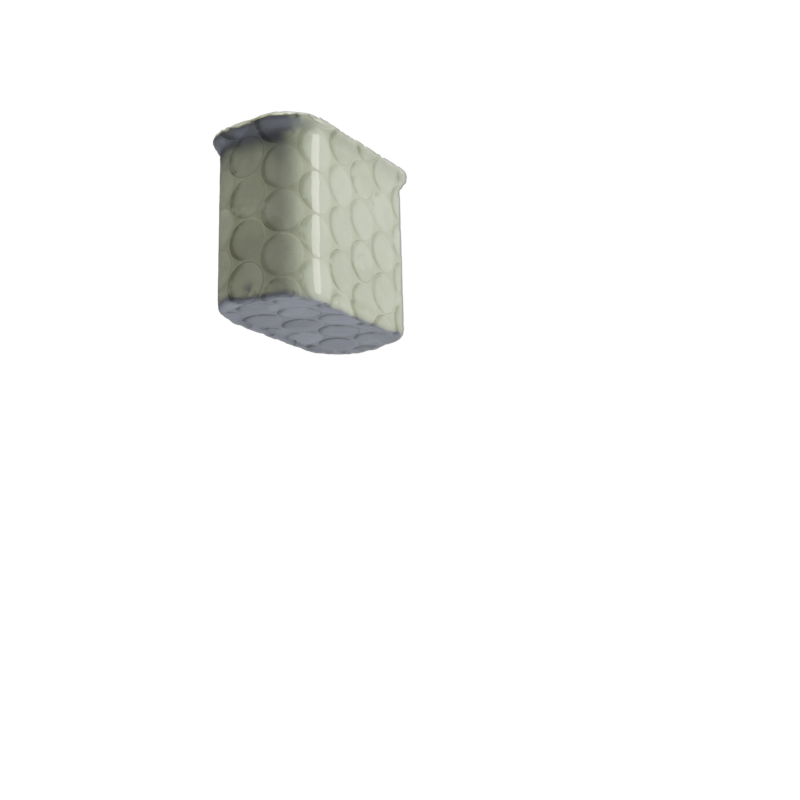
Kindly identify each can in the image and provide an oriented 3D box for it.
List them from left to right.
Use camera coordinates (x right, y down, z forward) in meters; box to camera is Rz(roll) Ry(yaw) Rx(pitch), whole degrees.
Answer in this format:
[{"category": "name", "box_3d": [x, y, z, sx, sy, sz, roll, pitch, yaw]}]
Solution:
[{"category": "can", "box_3d": [-0.040, -0.073, 0.509, 0.059, 0.087, 0.096, -12, -19, 32]}]
